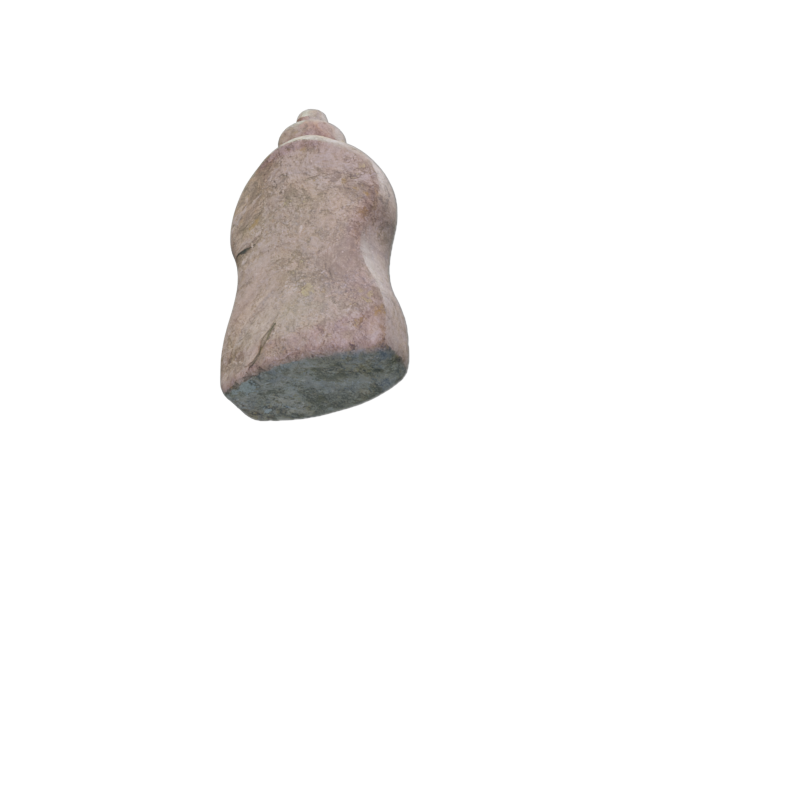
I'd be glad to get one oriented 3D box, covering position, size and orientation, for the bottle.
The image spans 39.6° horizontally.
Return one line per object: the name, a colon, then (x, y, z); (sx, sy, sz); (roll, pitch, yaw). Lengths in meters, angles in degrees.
bottle: (-0.048, -0.088, 0.611); (0.097, 0.205, 0.054); (-19, -39, 21)
